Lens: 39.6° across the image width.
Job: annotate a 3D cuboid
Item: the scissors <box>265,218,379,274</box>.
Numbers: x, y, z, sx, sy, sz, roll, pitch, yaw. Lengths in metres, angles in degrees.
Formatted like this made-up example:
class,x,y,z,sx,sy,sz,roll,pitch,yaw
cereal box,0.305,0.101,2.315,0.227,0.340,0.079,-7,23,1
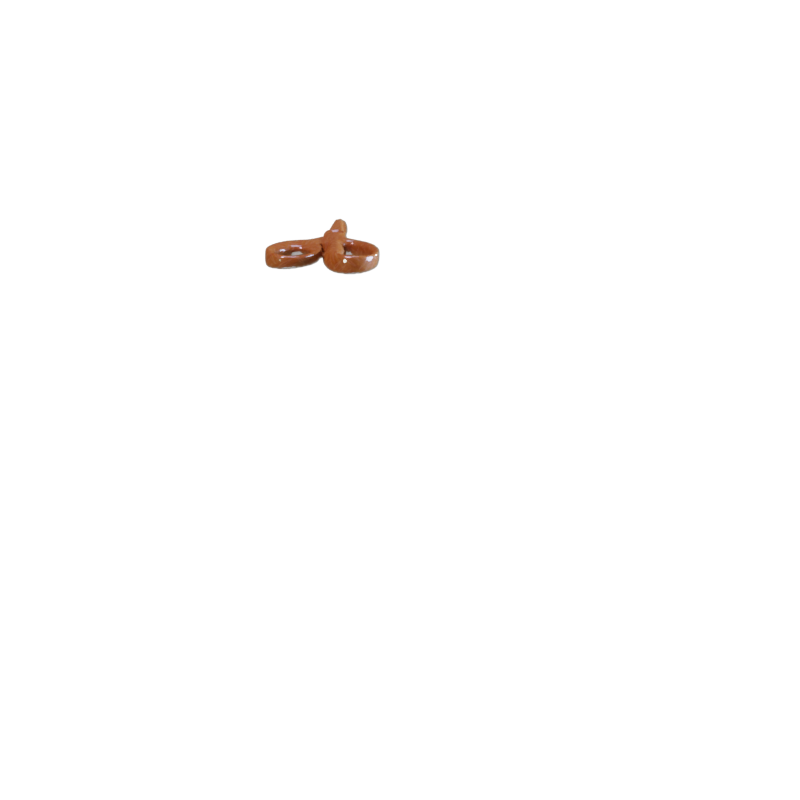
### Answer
class,x,y,z,sx,sy,sz,roll,pitch,yaw
scissors,-0.071,-0.130,0.909,0.095,0.015,0.211,-4,18,-13
